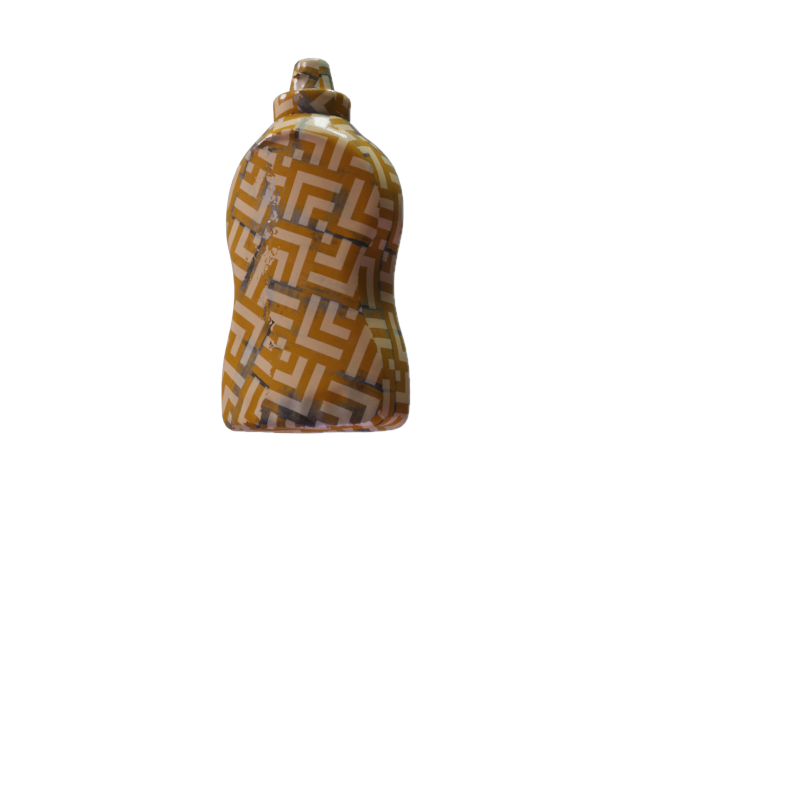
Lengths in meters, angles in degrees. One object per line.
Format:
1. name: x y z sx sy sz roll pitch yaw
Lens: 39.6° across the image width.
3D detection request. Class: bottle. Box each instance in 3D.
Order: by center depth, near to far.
1. bottle: -0.045 -0.081 0.566 0.099 0.197 0.055 -7 -12 32
